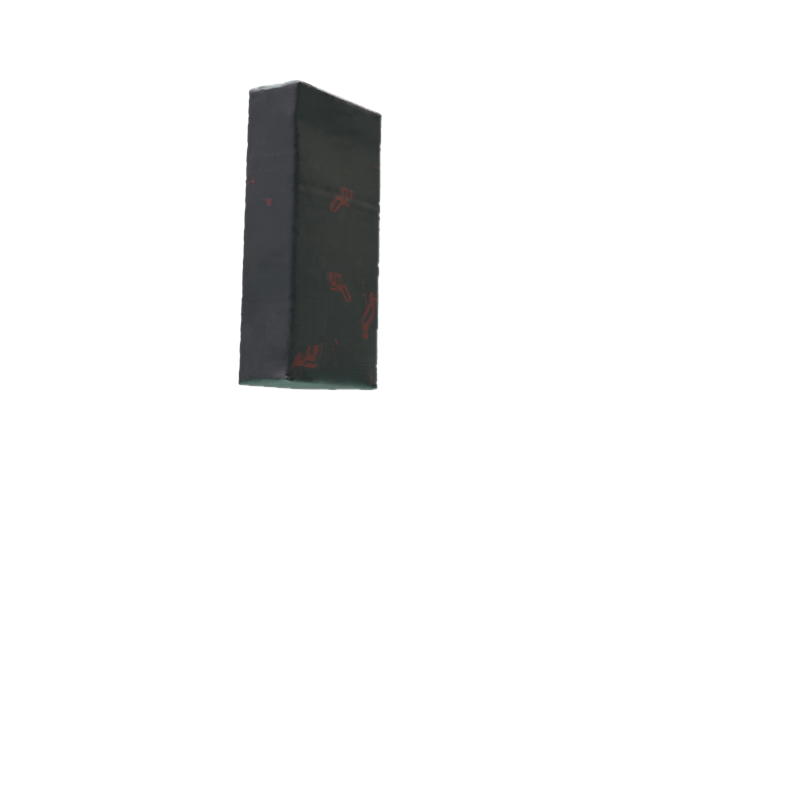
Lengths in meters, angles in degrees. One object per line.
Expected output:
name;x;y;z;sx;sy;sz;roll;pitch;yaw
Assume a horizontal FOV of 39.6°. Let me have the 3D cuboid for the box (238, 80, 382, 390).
box;-0.053;-0.096;0.672;0.049;0.180;0.089;-7;-10;33
